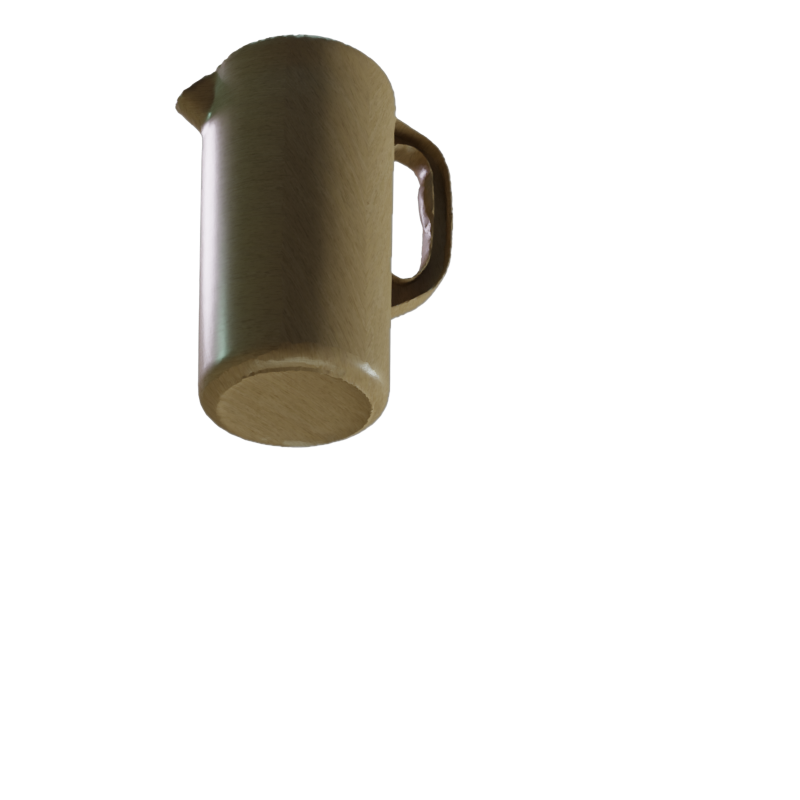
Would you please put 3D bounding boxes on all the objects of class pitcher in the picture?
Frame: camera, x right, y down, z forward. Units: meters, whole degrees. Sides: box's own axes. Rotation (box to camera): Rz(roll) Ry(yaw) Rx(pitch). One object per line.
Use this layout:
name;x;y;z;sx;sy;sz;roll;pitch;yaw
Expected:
pitcher;-0.054;-0.099;0.691;0.151;0.260;0.134;-16;-36;19
